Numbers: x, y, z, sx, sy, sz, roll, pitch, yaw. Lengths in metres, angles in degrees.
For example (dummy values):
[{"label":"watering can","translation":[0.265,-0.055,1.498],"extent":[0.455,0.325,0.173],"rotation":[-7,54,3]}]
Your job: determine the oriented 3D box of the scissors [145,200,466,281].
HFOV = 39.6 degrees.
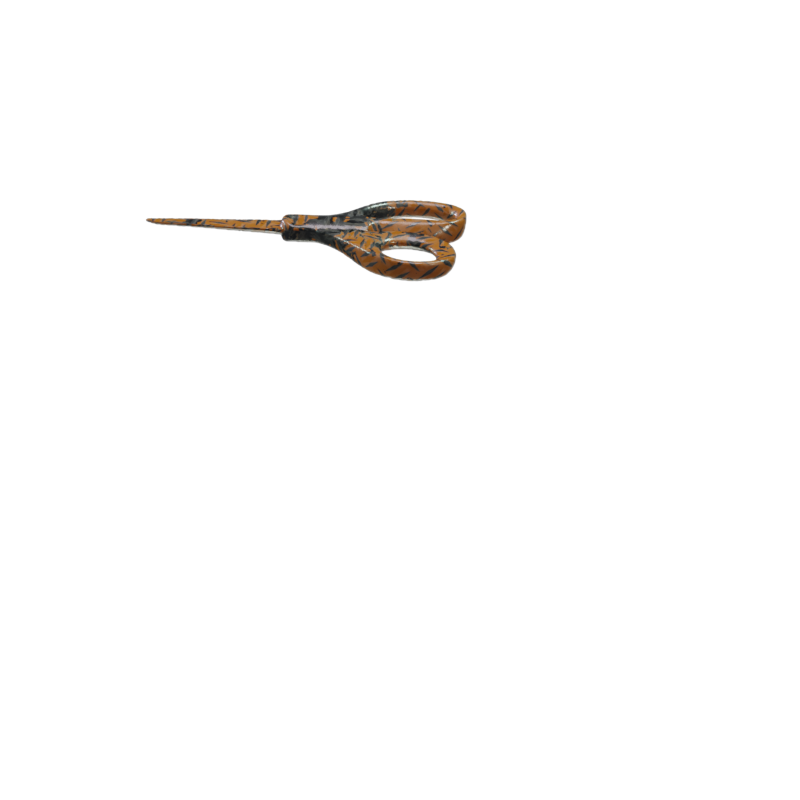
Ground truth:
[{"label":"scissors","translation":[-0.053,-0.098,0.683],"extent":[0.200,0.015,0.103],"rotation":[-6,34,-9]}]
